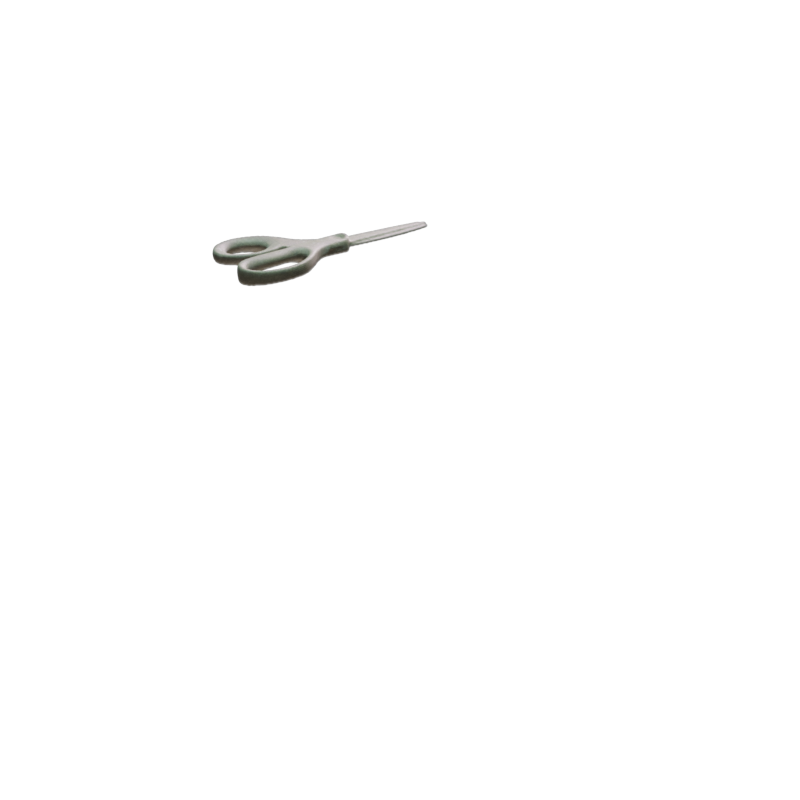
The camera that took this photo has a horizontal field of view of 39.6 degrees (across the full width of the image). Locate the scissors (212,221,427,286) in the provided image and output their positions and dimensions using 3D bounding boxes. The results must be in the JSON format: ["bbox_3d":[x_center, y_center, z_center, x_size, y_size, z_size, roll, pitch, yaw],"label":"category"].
[{"bbox_3d":[-0.072,-0.132,0.925,0.101,0.015,0.201,17,30,32],"label":"scissors"}]
